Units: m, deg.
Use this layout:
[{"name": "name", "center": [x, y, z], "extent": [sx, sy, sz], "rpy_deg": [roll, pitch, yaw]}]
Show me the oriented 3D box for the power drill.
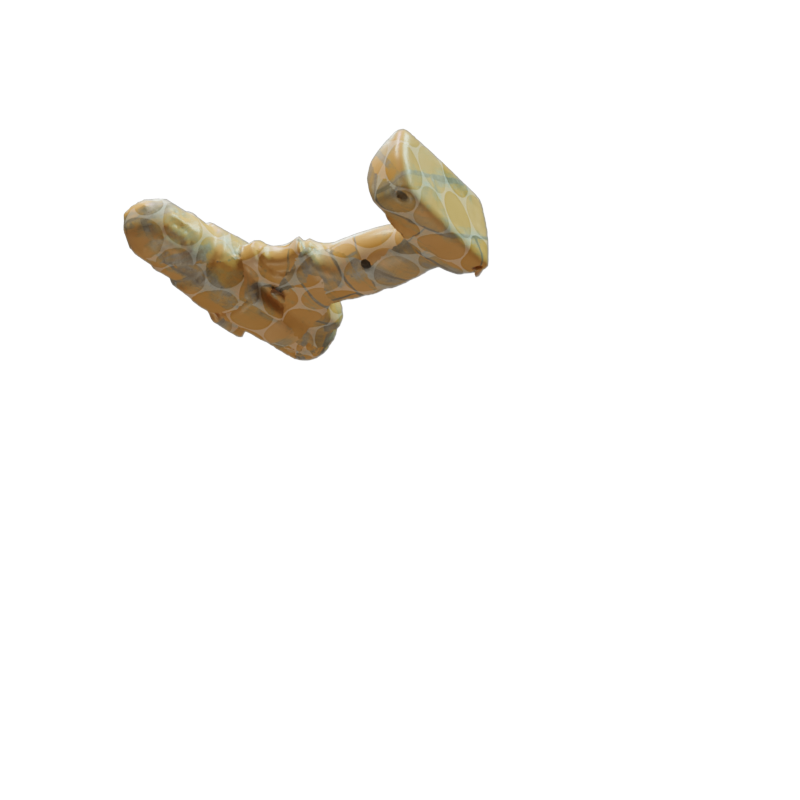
[{"name": "power drill", "center": [-0.055, -0.100, 0.698], "extent": [0.189, 0.061, 0.171], "rpy_deg": [-20, -34, 31]}]
